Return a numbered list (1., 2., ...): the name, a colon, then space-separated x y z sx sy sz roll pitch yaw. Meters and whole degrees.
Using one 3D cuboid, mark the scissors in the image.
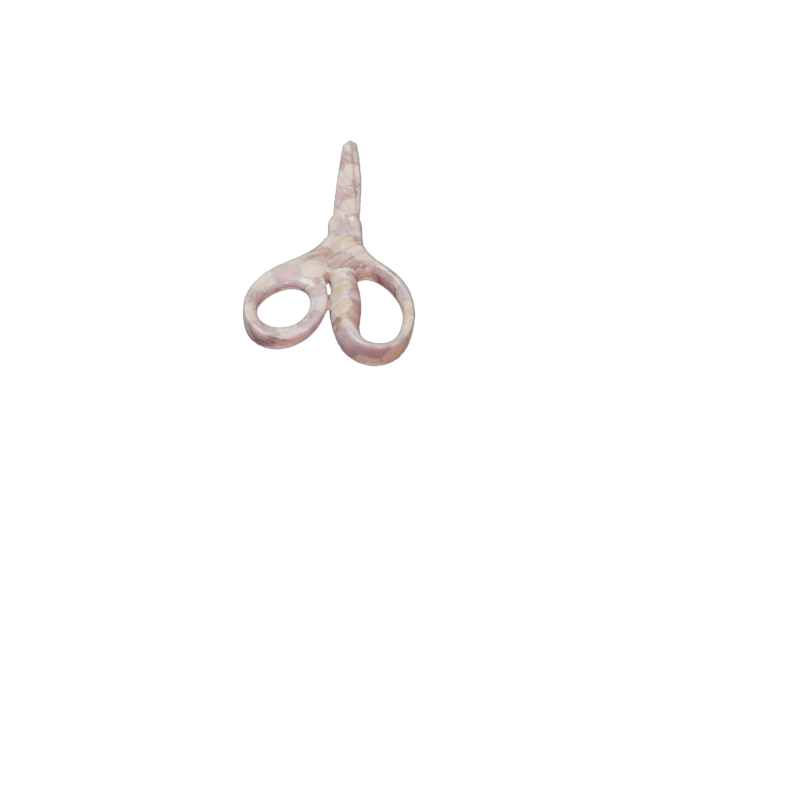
1. scissors: -0.048 -0.088 0.616 0.095 0.015 0.218 -9 41 -11
